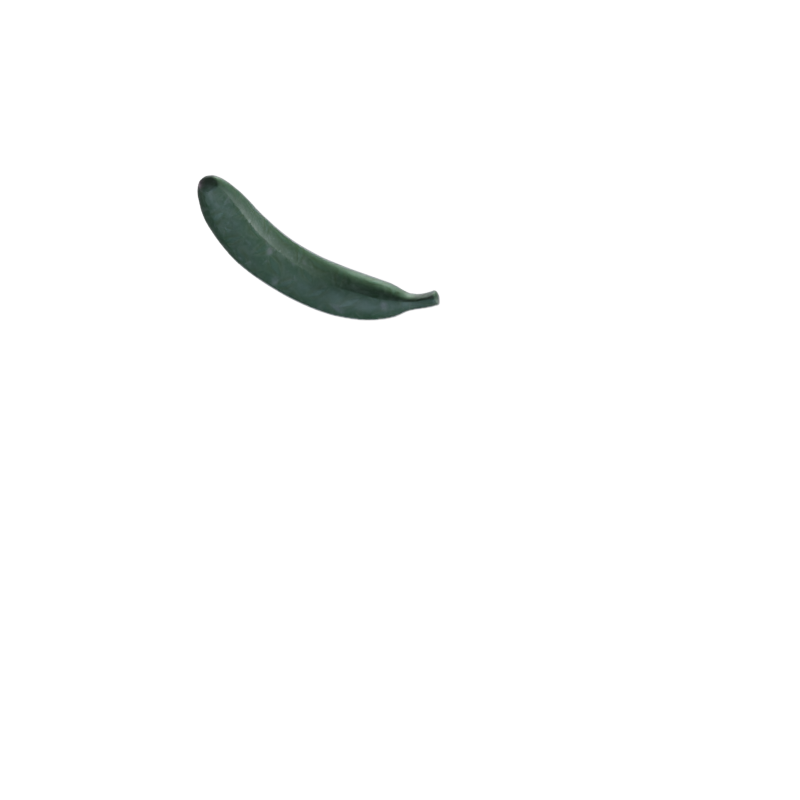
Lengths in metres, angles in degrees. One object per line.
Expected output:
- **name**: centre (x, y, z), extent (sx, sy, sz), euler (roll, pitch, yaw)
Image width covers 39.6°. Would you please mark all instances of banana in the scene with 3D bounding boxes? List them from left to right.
- **banana**: centre (-0.069, -0.100, 0.783), extent (0.188, 0.039, 0.068), euler (24, -46, -25)
